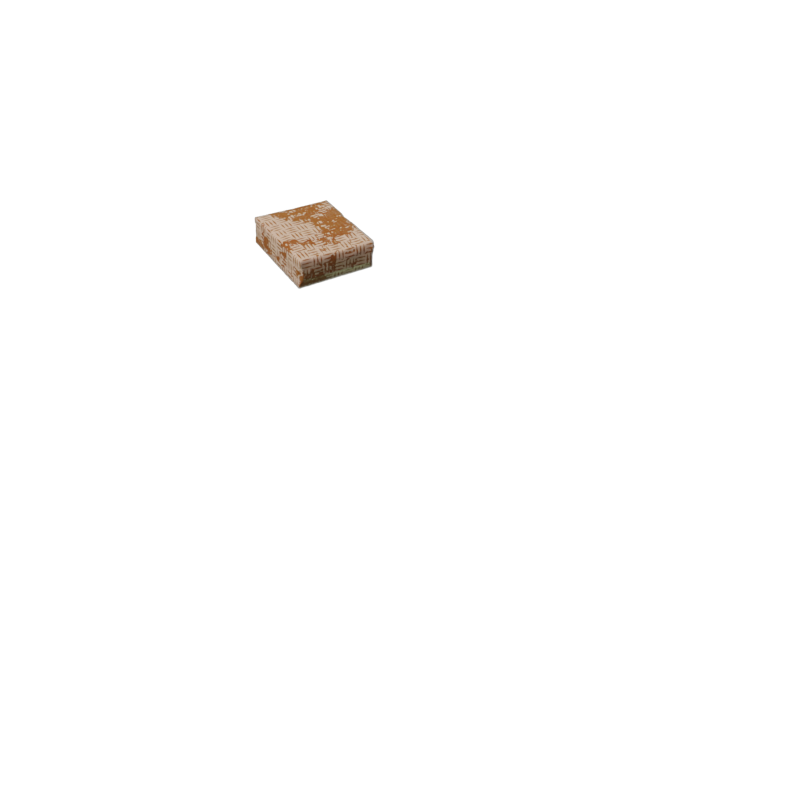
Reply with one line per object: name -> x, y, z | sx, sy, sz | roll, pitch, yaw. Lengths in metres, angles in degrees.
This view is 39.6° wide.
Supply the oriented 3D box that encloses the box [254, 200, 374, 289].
box -> -0.076, -0.138, 0.966 | 0.072, 0.028, 0.096 | -18, 39, -24
